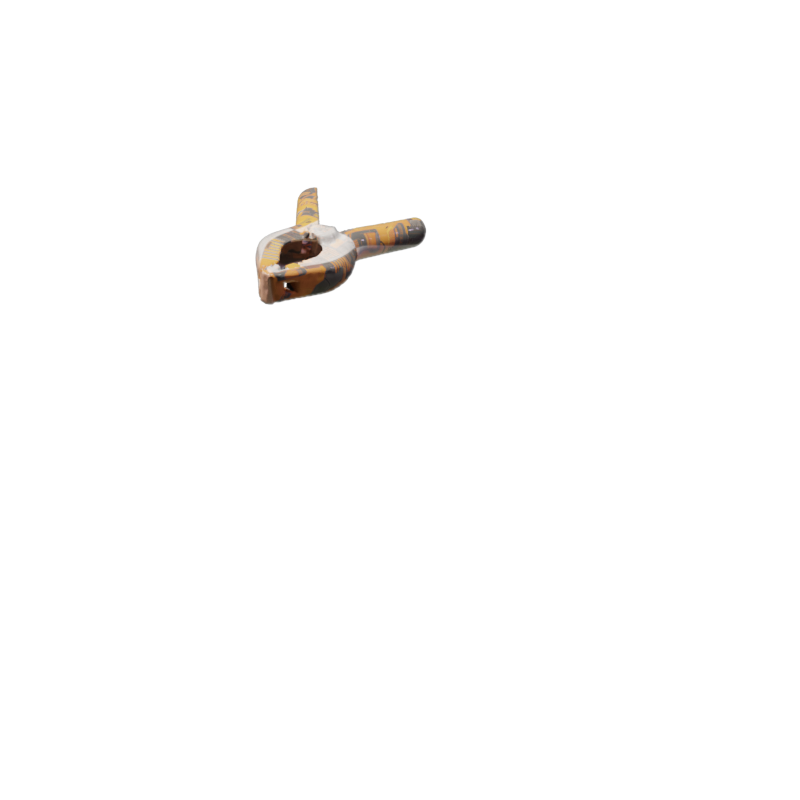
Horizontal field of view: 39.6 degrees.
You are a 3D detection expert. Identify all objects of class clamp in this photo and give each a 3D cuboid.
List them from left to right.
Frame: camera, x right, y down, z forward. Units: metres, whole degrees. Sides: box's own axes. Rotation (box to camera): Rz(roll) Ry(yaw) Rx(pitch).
[{"bbox_3d":[-0.071,-0.130,0.912,0.127,0.037,0.171,19,34,31],"label":"clamp"}]
